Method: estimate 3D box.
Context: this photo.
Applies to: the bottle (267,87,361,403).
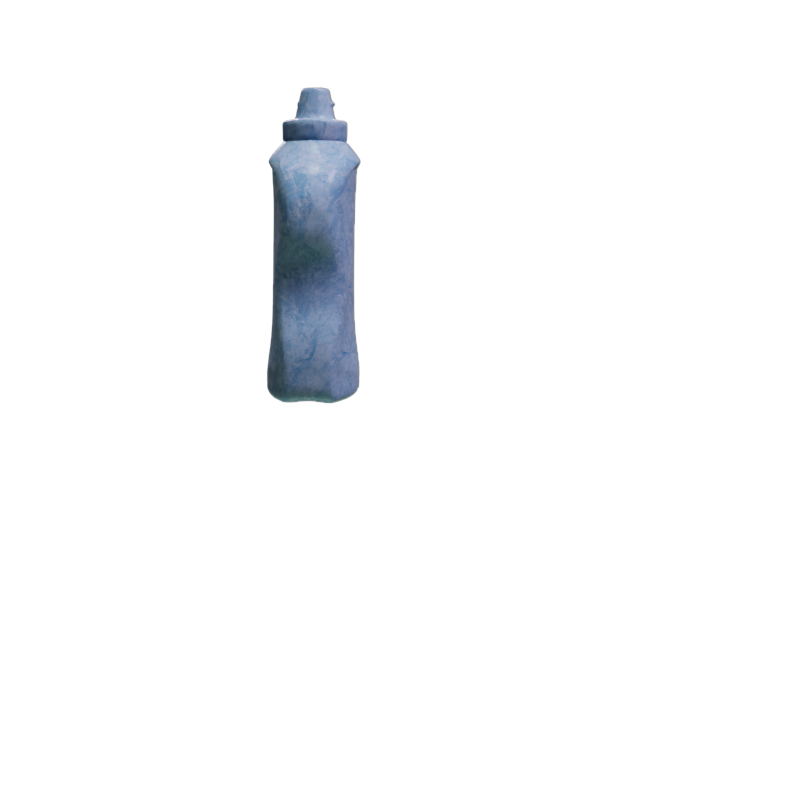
[{"bbox_3d":[-0.054,-0.099,0.696,0.059,0.191,0.096,0,3,3],"label":"bottle"}]
